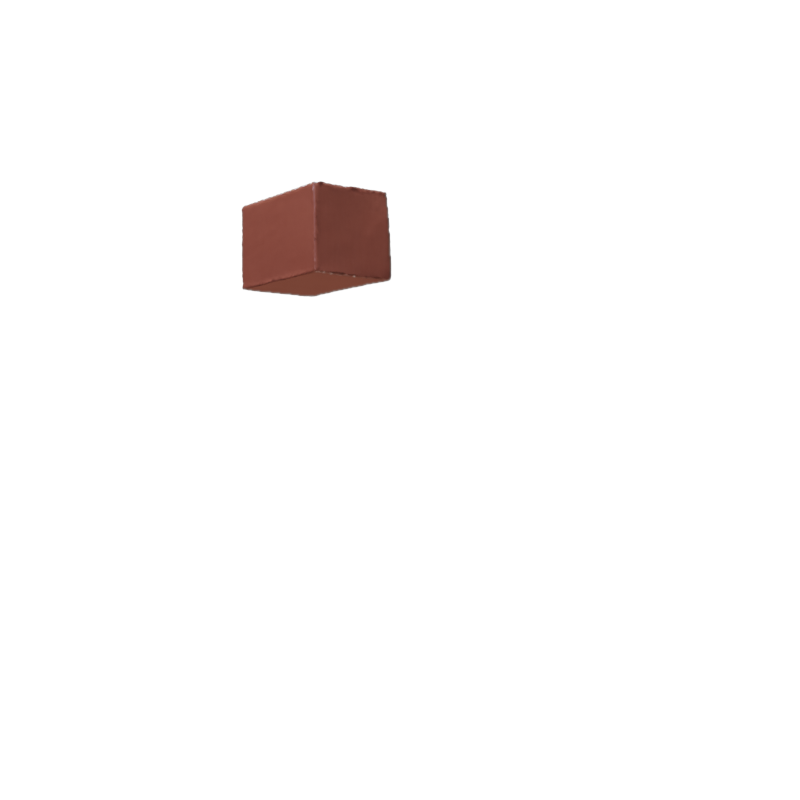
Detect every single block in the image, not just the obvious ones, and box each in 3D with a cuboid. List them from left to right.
[{"bbox_3d":[-0.050,-0.090,0.633,0.050,0.052,0.080,5,-7,-38],"label":"block"}]
